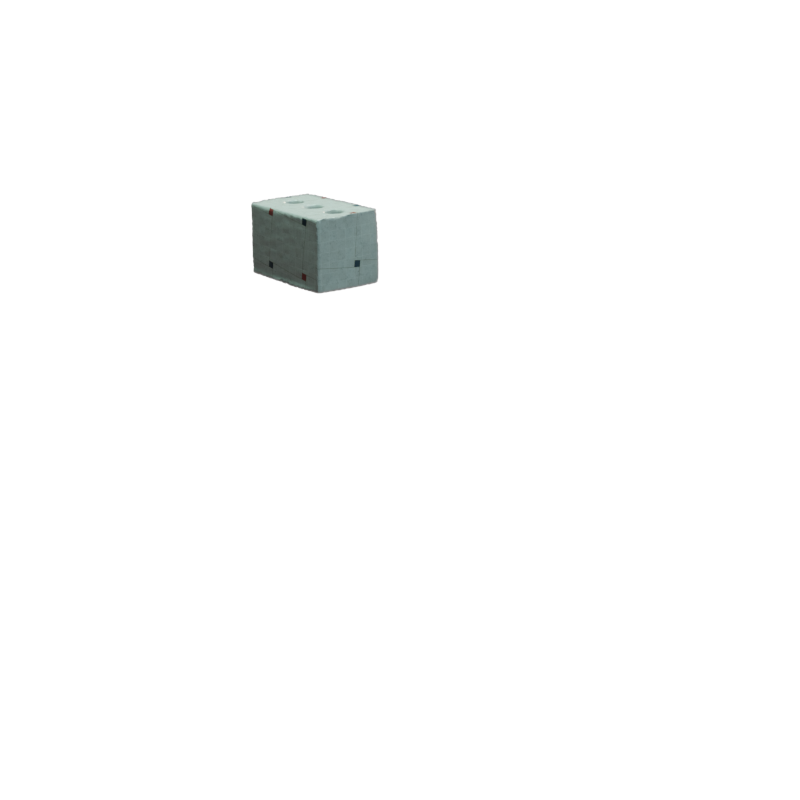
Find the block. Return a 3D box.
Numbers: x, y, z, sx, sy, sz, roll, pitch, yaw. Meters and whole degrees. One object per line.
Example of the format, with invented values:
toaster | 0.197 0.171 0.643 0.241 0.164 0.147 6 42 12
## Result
block | -0.059 -0.108 0.759 0.051 0.049 0.083 -14 23 -39
